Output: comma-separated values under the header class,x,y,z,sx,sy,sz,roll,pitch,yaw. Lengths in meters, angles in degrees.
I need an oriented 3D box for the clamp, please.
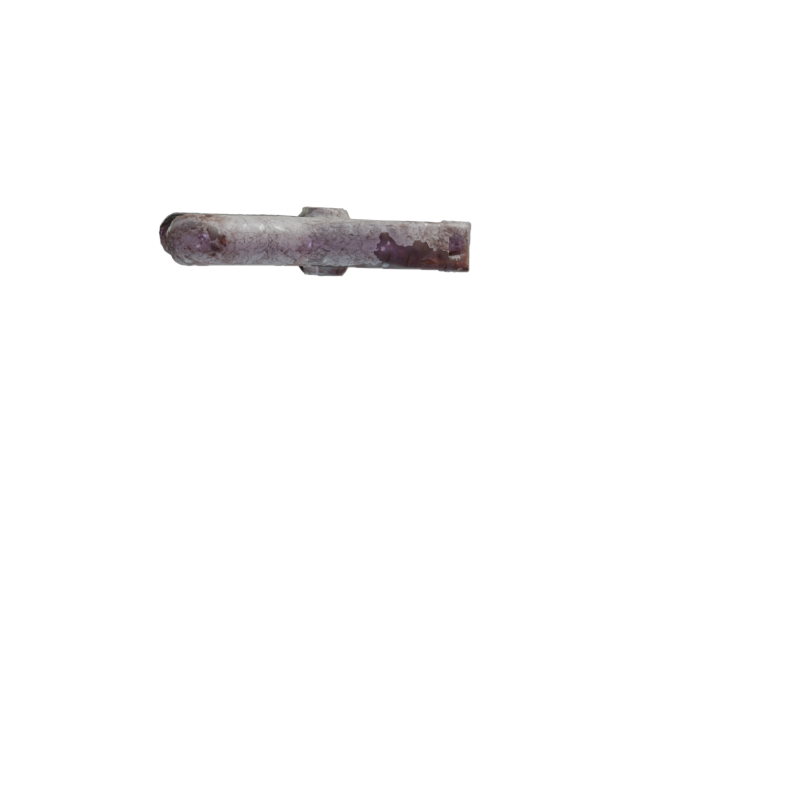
class,x,y,z,sx,sy,sz,roll,pitch,yaw
clamp,-0.045,-0.082,0.573,0.171,0.038,0.124,-1,15,-2
